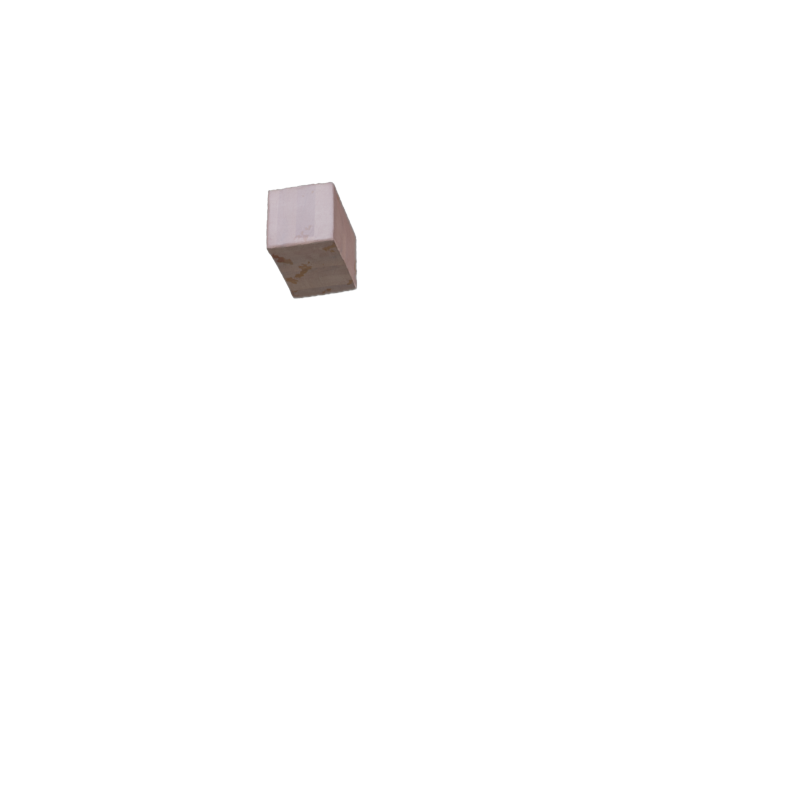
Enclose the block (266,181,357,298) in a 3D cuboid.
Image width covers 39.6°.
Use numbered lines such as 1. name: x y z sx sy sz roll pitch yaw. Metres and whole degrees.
1. block: -0.065 -0.119 0.836 0.053 0.054 0.072 -6 -28 9
